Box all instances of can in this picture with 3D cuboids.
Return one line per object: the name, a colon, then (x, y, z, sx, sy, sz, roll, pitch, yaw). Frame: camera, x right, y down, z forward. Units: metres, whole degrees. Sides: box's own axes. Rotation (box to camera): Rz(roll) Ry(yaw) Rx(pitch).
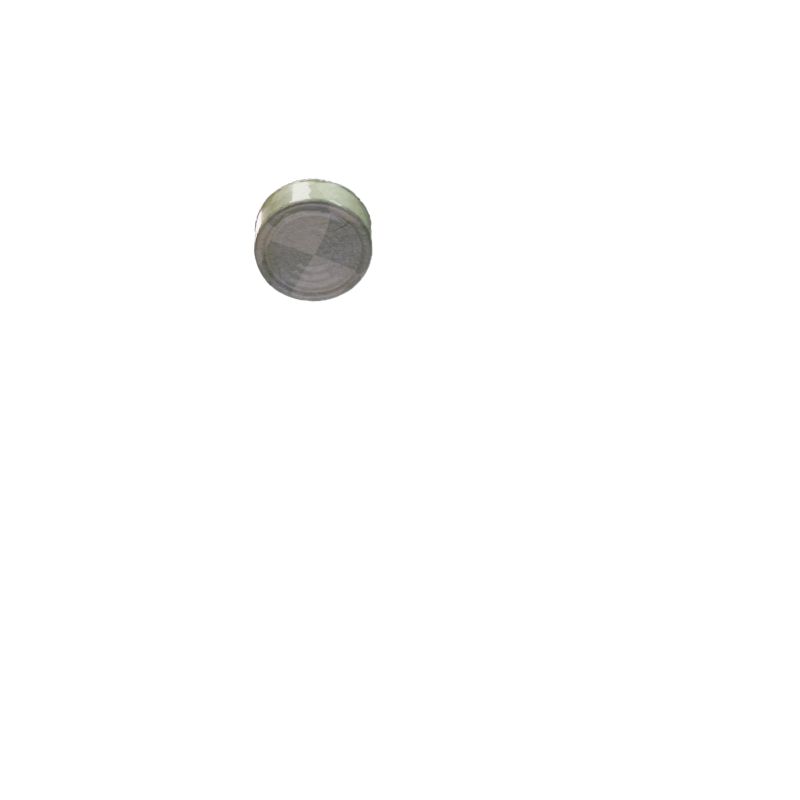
can: (-0.062, -0.114, 0.798, 0.086, 0.081, 0.036, 1, 33, -1)
